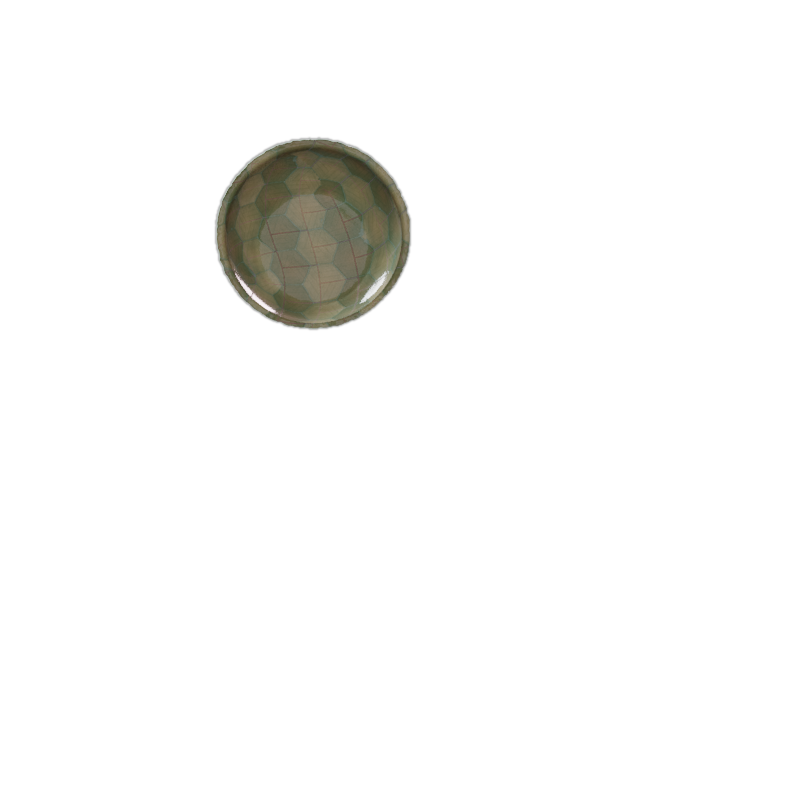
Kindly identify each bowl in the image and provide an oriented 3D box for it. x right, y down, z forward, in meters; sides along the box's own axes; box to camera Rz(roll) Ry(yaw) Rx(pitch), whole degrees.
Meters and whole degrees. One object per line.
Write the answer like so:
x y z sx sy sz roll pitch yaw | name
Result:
-0.070 -0.128 0.896 0.162 0.157 0.057 0 13 -1 | bowl
